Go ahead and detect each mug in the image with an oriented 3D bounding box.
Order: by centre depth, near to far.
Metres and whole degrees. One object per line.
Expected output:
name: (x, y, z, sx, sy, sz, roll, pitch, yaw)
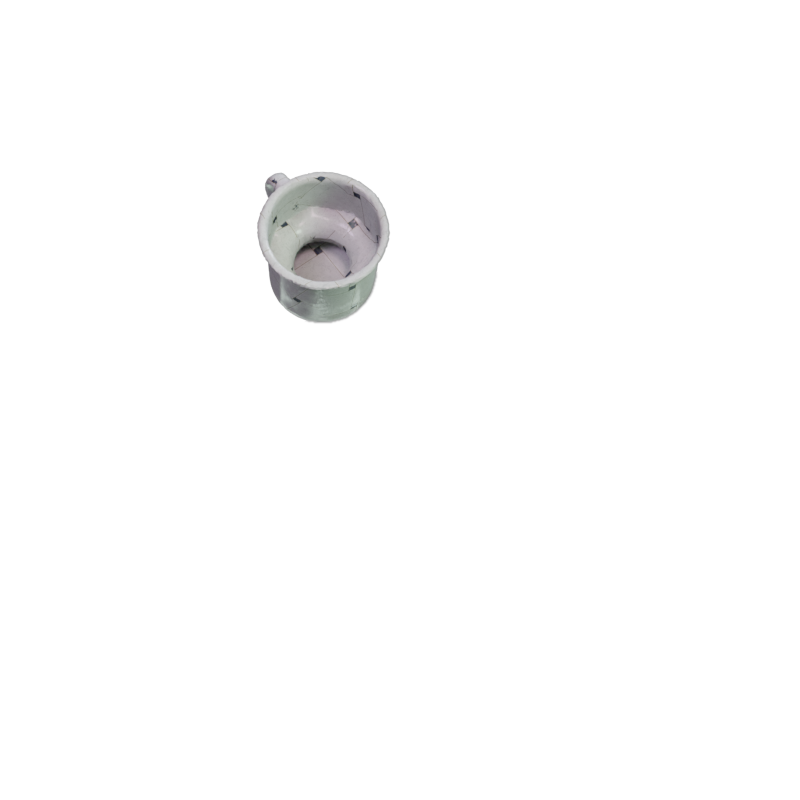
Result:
mug: (-0.064, -0.117, 0.818, 0.093, 0.123, 0.077, -34, -19, -15)
